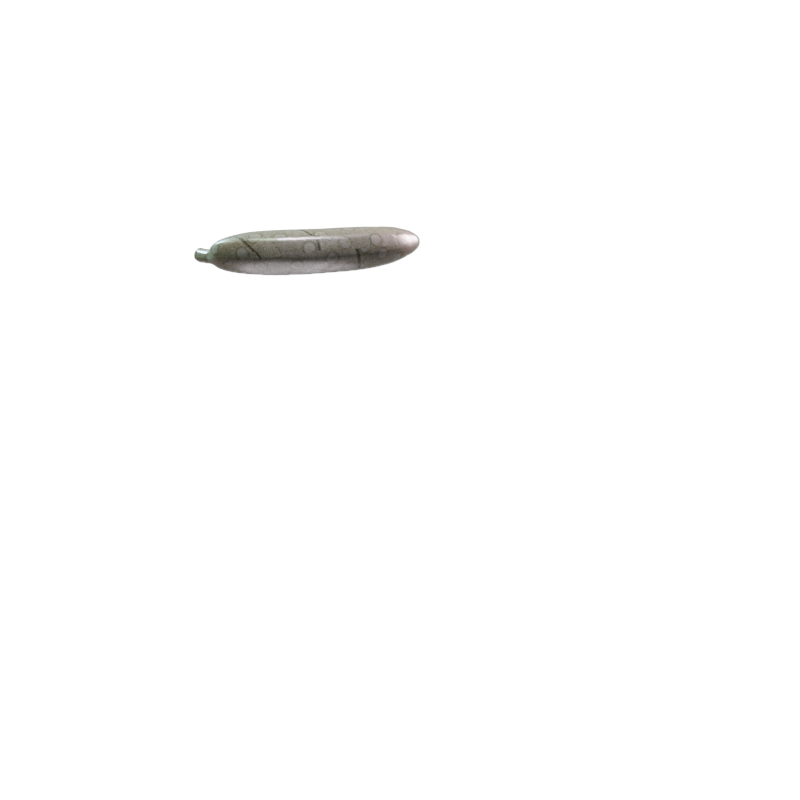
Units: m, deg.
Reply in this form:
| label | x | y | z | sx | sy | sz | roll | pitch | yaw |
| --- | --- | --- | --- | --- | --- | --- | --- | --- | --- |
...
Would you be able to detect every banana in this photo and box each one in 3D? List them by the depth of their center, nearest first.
| label | x | y | z | sx | sy | sz | roll | pitch | yaw |
| --- | --- | --- | --- | --- | --- | --- | --- | --- | --- |
| banana | -0.076 | -0.130 | 0.943 | 0.196 | 0.035 | 0.073 | -3 | 21 | -7 |
